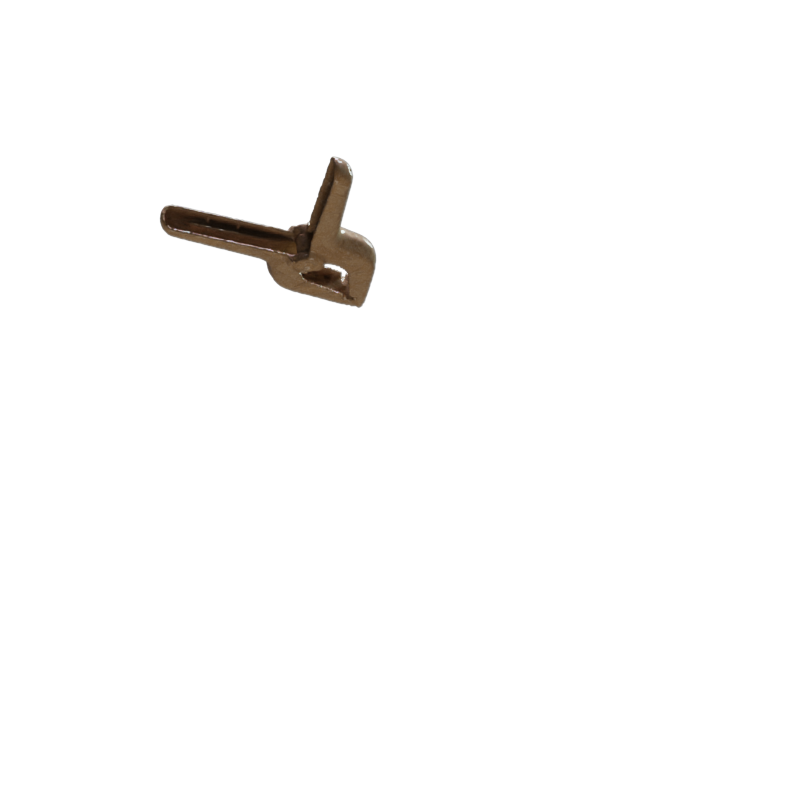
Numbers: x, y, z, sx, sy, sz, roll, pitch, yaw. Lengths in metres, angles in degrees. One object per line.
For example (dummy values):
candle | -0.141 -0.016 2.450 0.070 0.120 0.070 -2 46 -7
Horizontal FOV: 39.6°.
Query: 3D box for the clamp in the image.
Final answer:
clamp | -0.072 -0.131 0.915 0.167 0.038 0.195 -13 -26 29
